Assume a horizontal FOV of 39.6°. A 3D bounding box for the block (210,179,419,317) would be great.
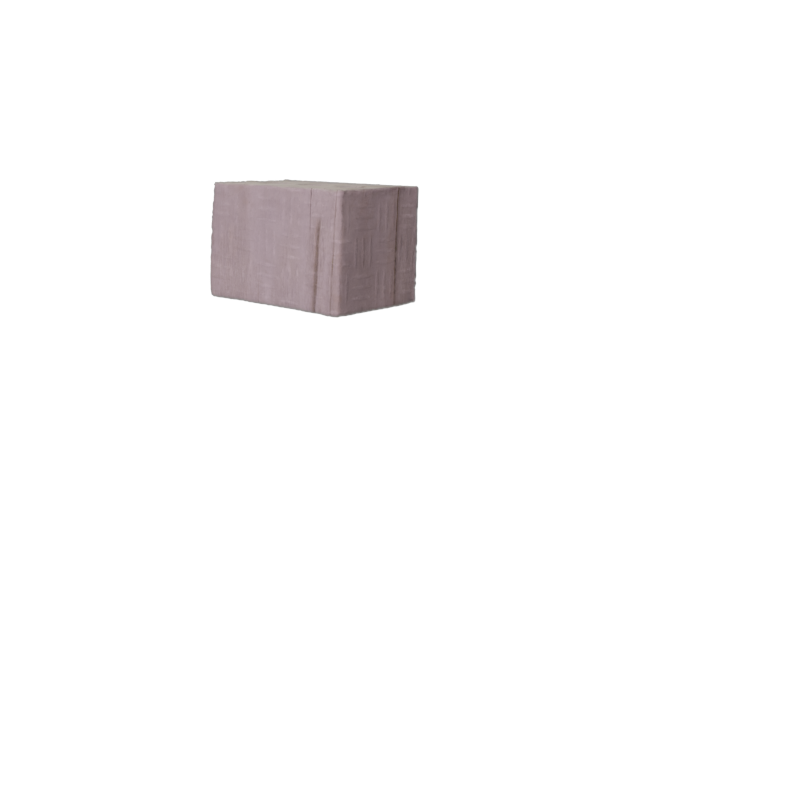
[{"bbox_3d":[-0.038,-0.068,0.479,0.082,0.050,0.051,11,15,40],"label":"block"}]
